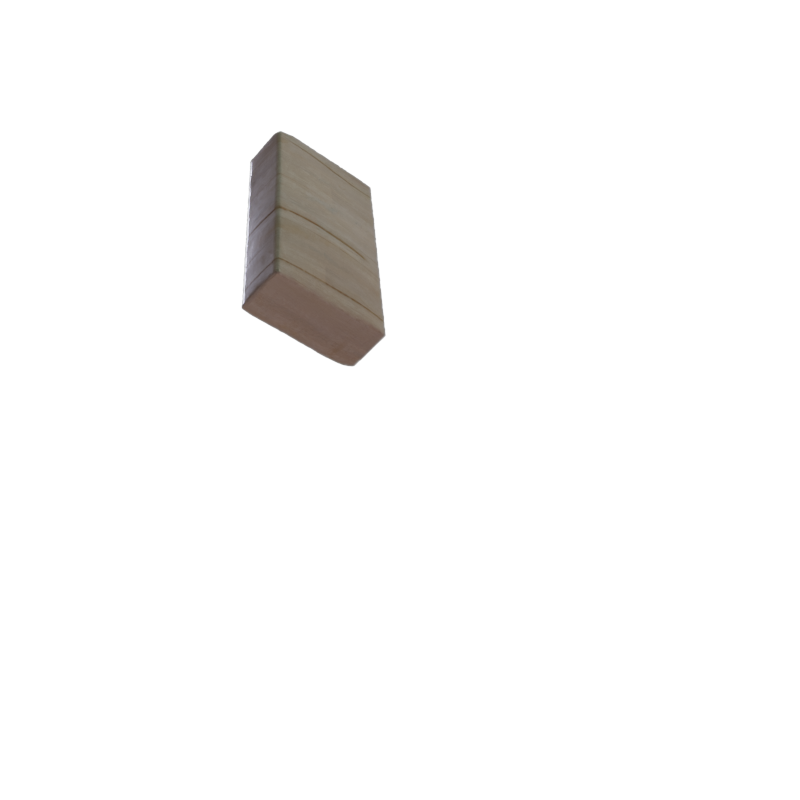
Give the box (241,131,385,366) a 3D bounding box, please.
[{"bbox_3d":[-0.061,-0.112,0.786,0.088,0.189,0.047,29,-55,-27],"label":"box"}]
